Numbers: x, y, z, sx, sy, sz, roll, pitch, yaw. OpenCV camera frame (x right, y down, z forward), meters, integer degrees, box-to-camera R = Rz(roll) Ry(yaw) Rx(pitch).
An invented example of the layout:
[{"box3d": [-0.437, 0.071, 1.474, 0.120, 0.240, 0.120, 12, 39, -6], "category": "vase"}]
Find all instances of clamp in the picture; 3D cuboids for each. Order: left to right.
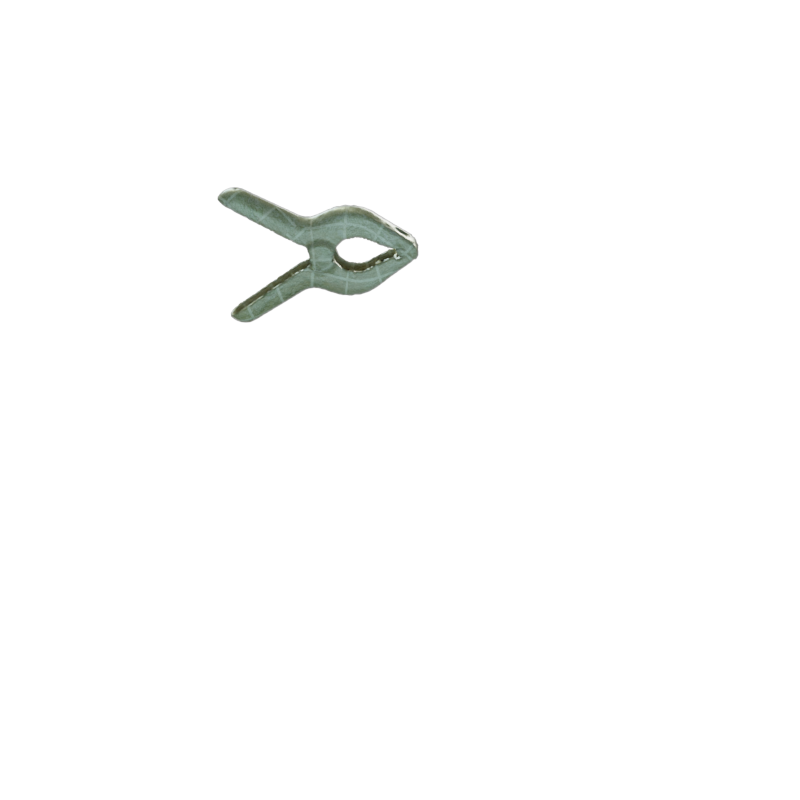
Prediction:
[{"box3d": [-0.073, -0.134, 0.938, 0.172, 0.113, 0.041, -11, 27, 5], "category": "clamp"}]
